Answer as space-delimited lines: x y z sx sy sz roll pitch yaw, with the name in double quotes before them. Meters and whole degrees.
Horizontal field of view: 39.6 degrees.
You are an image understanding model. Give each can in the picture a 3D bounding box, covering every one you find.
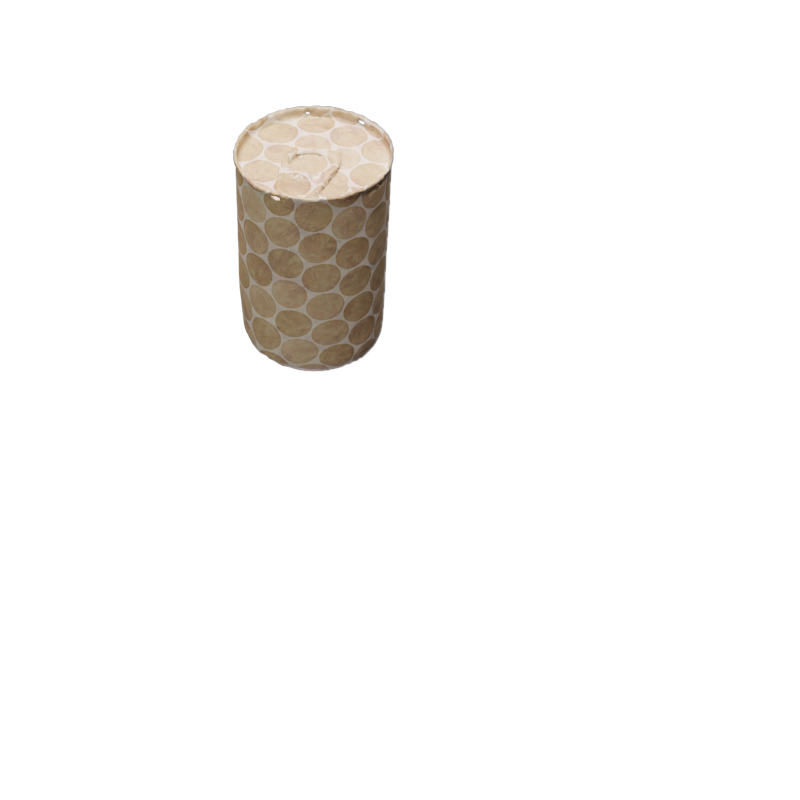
"can" -0.039 -0.071 0.499 0.068 0.095 0.074 0 44 -3
